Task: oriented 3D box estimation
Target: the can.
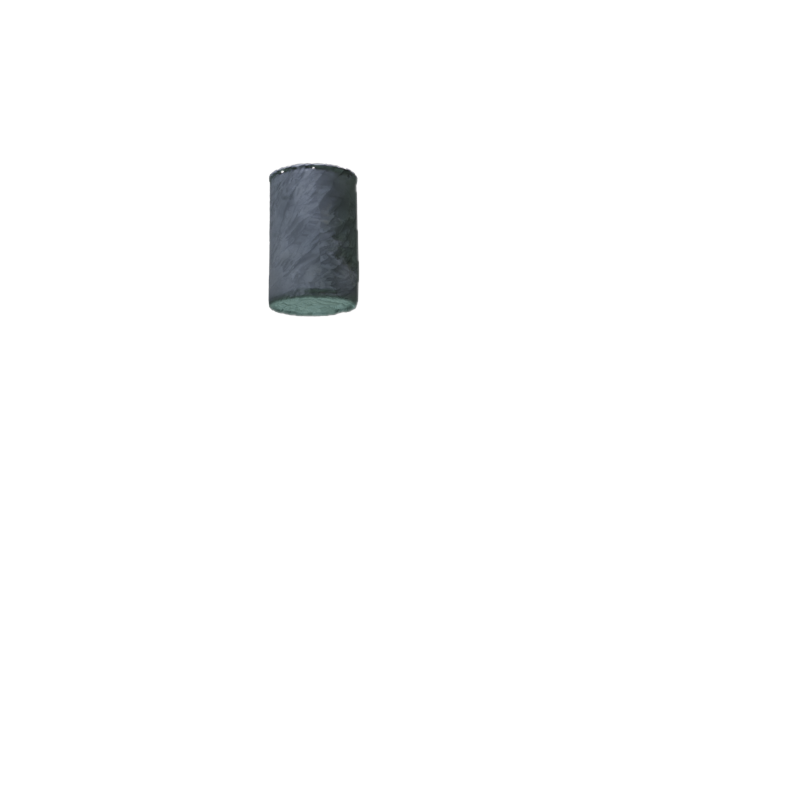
[{"bbox_3d":[-0.065,-0.119,0.834,0.068,0.106,0.066,0,-13,-2],"label":"can"}]
